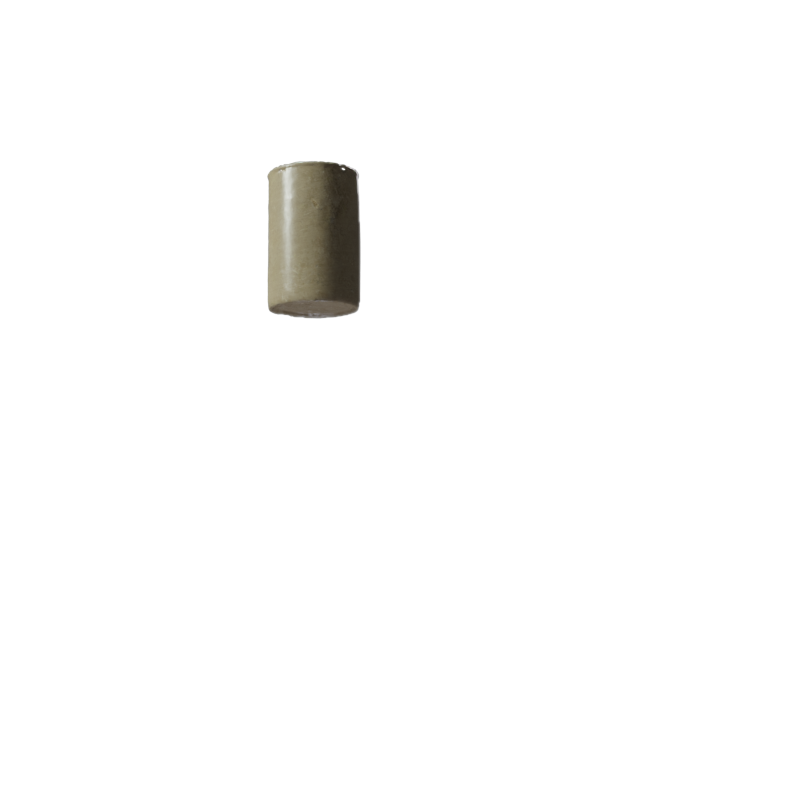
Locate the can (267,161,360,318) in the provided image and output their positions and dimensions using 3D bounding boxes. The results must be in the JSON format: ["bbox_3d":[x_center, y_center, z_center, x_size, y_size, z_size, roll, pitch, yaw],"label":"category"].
[{"bbox_3d":[-0.063,-0.115,0.809,0.068,0.106,0.067,0,-12,-2],"label":"can"}]
